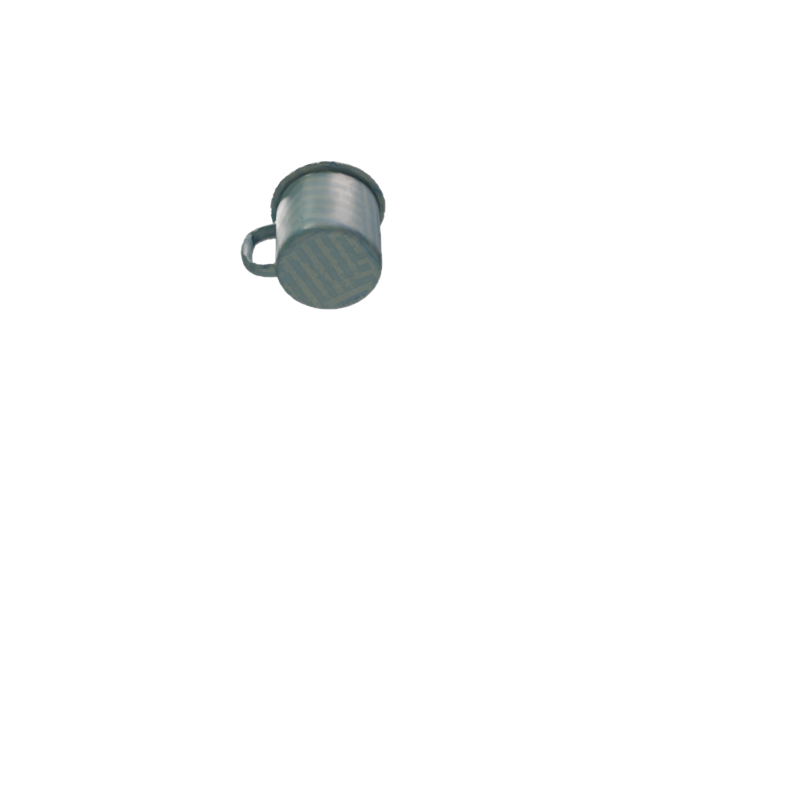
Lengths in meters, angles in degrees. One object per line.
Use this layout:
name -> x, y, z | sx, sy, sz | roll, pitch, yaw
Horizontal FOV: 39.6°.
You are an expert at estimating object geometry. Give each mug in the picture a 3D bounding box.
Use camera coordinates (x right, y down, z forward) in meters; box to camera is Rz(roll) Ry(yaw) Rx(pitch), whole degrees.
mug -> -0.068, -0.123, 0.865 | 0.118, 0.086, 0.087 | -9, 42, 6
